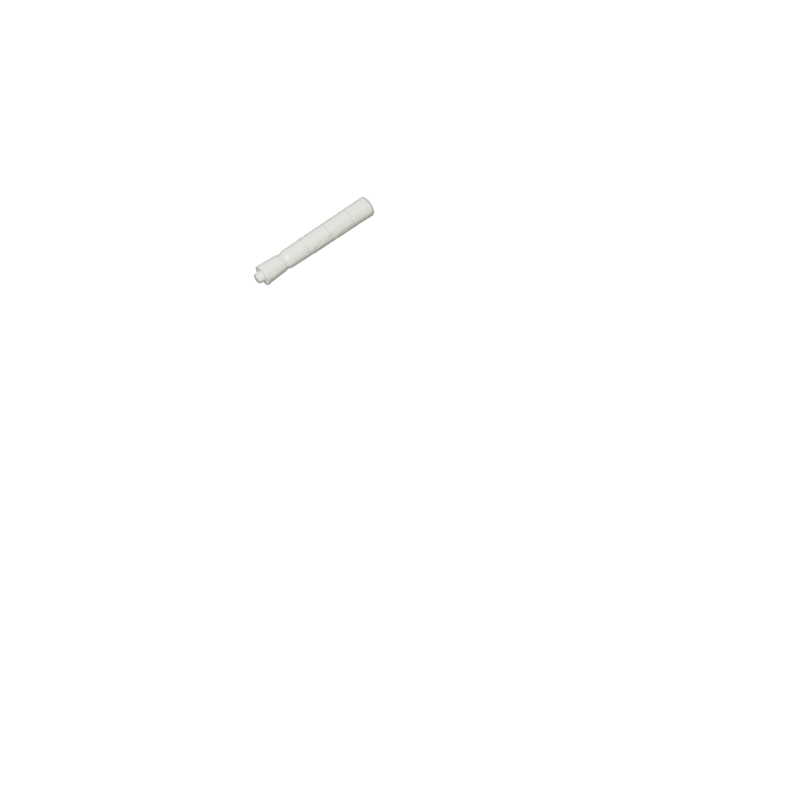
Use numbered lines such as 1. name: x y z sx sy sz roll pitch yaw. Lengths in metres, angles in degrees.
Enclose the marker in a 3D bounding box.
1. marker: -0.074 -0.135 0.949 0.121 0.019 0.020 -36 18 -19
